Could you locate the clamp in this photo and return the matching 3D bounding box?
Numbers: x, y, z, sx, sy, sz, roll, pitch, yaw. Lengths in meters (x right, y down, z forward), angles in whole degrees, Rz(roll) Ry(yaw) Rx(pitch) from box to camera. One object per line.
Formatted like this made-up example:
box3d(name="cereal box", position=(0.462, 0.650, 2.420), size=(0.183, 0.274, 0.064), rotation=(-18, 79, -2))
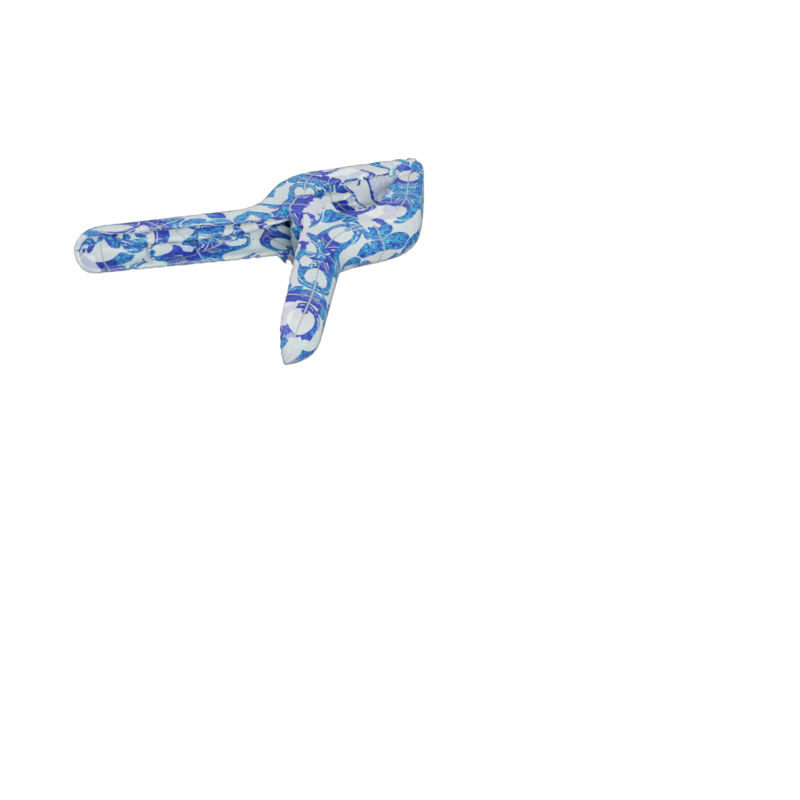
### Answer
box3d(name="clamp", position=(-0.047, -0.086, 0.605), size=(0.209, 0.034, 0.176), rotation=(-27, 41, -36))
